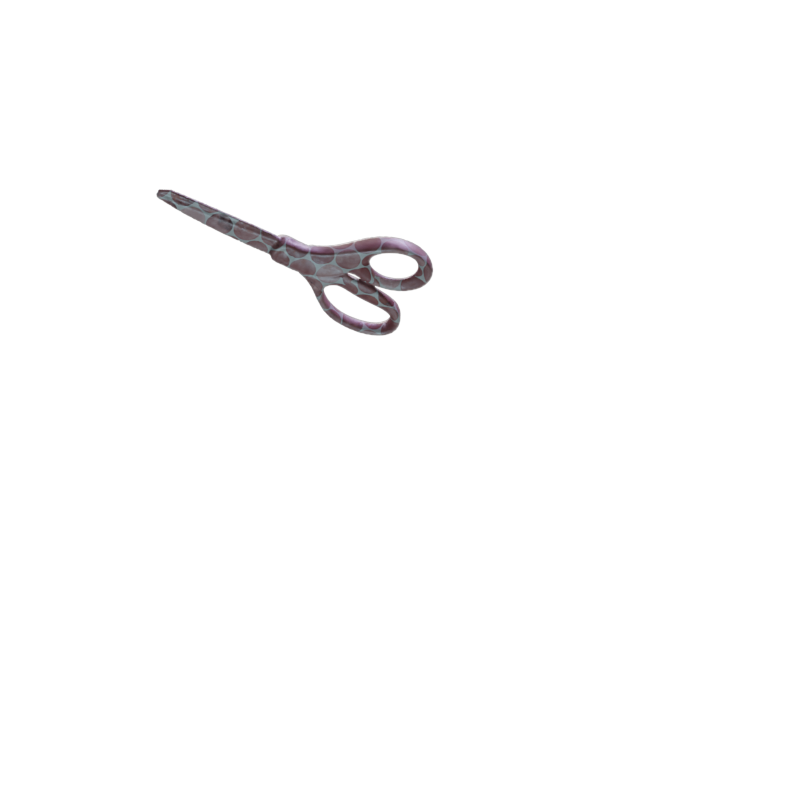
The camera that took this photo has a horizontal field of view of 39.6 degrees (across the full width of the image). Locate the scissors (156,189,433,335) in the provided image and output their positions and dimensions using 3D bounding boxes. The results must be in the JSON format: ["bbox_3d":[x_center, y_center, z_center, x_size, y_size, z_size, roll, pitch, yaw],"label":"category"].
[{"bbox_3d":[-0.059,-0.107,0.752,0.096,0.017,0.189,-32,-52,29],"label":"scissors"}]
